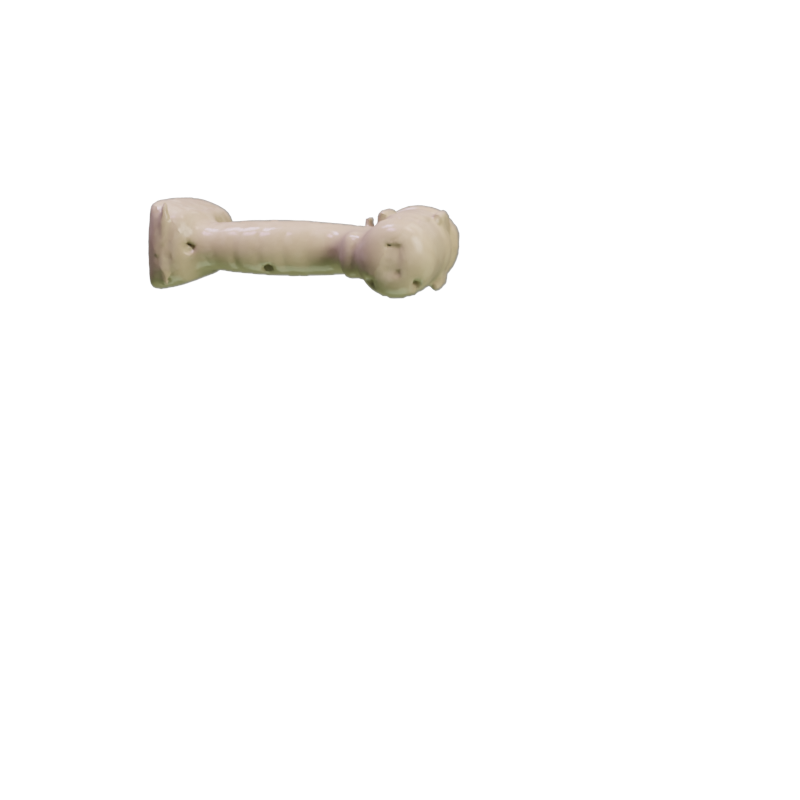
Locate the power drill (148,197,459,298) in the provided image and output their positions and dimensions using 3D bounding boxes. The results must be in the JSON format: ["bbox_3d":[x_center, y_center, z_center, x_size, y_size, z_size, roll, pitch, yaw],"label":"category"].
[{"bbox_3d":[-0.057,-0.103,0.723,0.191,0.056,0.184,2,10,11],"label":"power drill"}]
